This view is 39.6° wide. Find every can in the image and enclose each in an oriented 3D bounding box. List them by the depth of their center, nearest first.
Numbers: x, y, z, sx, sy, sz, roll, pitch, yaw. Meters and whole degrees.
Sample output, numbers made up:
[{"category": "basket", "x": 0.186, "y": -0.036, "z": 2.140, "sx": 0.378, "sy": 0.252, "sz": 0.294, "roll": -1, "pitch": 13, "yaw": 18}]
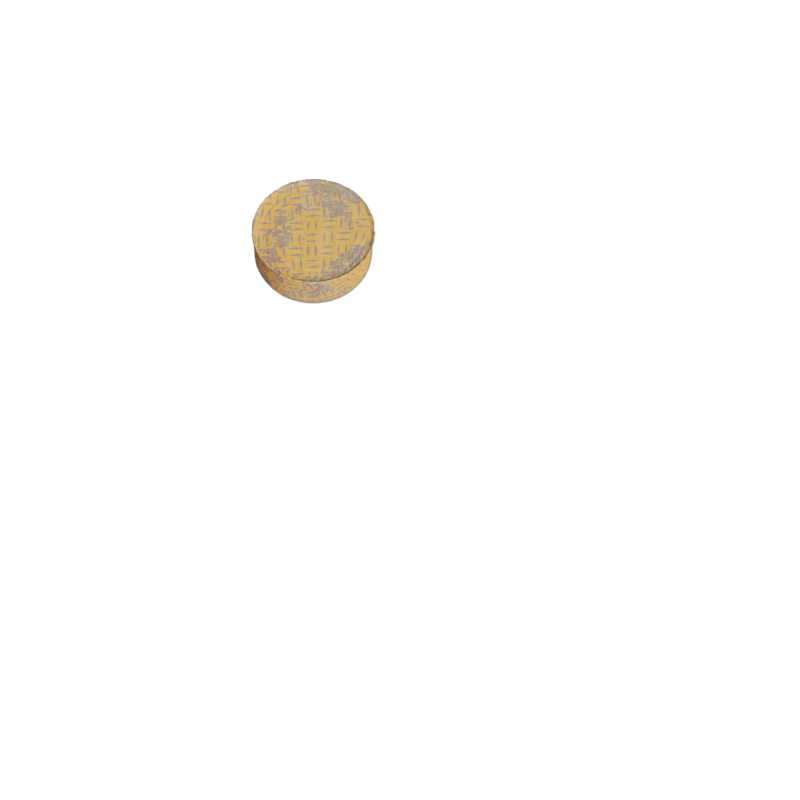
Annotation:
[{"category": "can", "x": -0.061, "y": -0.112, "z": 0.782, "sx": 0.086, "sy": 0.091, "sz": 0.032, "roll": -1, "pitch": -29, "yaw": -1}]
